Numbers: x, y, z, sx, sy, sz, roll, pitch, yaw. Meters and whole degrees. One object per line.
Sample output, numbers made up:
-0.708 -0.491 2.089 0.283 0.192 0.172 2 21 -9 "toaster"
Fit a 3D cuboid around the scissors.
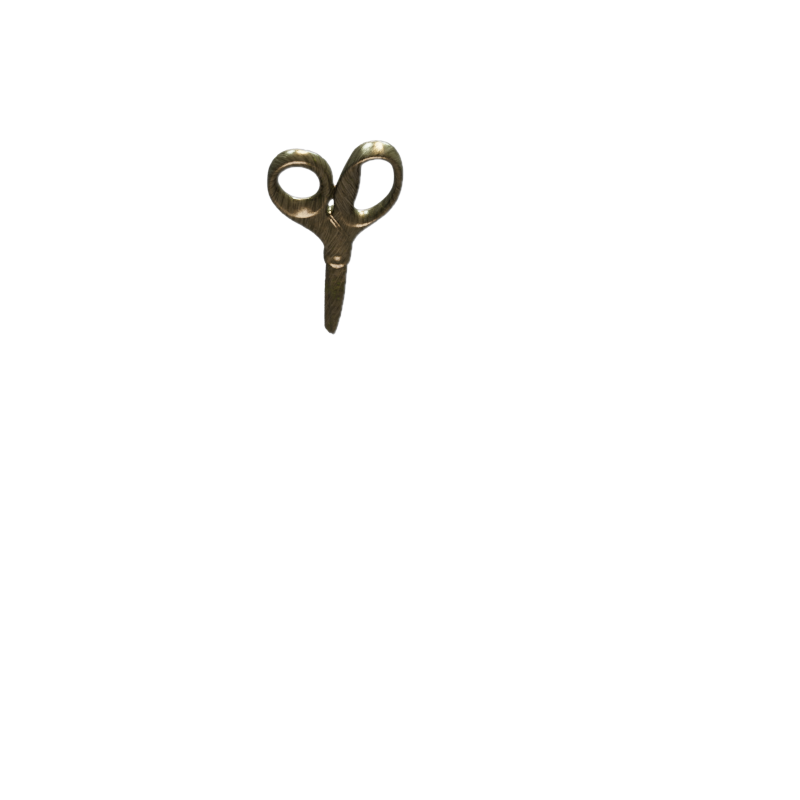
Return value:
-0.060 -0.109 0.761 0.094 0.017 0.193 12 -36 -17 "scissors"
